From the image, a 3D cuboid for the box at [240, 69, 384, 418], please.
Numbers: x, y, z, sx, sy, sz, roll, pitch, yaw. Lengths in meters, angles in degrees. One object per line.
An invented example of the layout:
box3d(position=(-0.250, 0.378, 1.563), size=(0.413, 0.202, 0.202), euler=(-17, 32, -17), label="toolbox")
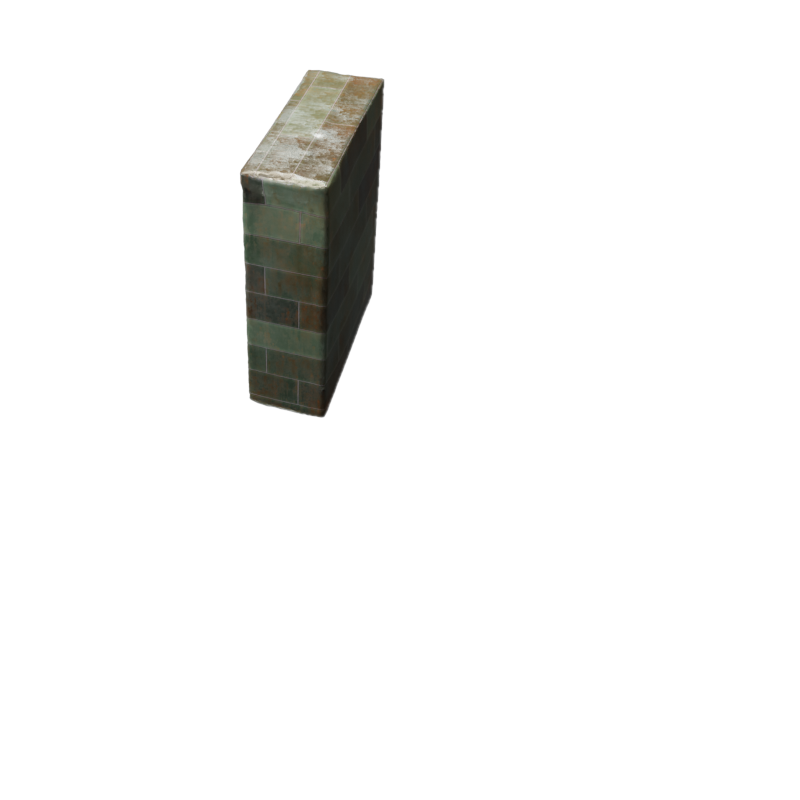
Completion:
box3d(position=(-0.067, -0.122, 0.856), size=(0.073, 0.200, 0.172), euler=(10, 40, 8), label="box")
